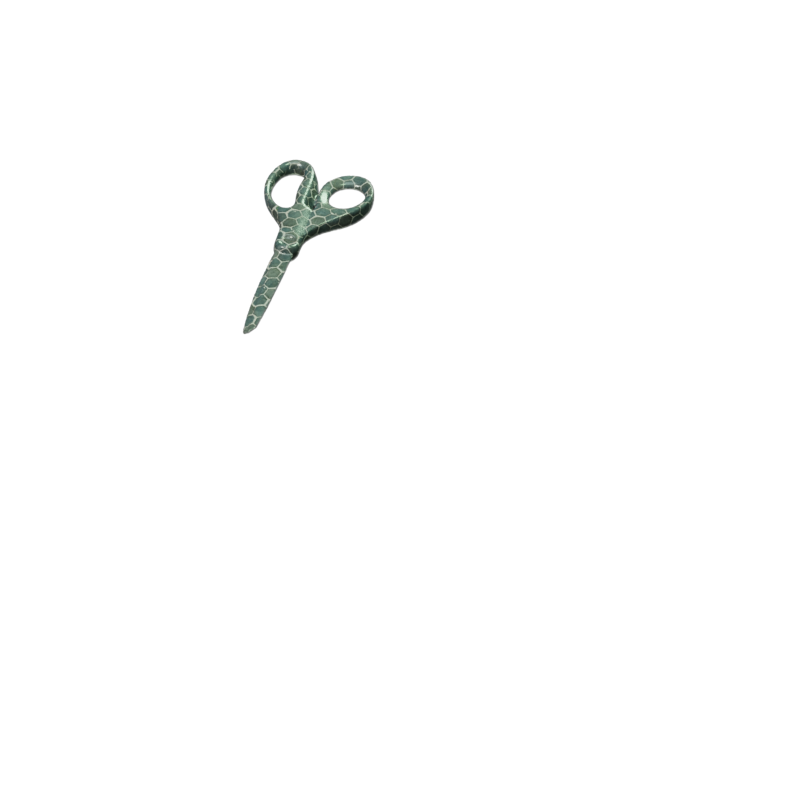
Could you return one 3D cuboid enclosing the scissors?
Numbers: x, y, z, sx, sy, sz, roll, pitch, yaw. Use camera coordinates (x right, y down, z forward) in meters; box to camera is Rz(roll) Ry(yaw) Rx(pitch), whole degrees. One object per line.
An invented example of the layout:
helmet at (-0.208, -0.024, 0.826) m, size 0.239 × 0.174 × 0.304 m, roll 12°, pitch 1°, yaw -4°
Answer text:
scissors at (-0.065, -0.118, 0.829) m, size 0.096 × 0.015 × 0.217 m, roll -2°, pitch 43°, yaw -2°
